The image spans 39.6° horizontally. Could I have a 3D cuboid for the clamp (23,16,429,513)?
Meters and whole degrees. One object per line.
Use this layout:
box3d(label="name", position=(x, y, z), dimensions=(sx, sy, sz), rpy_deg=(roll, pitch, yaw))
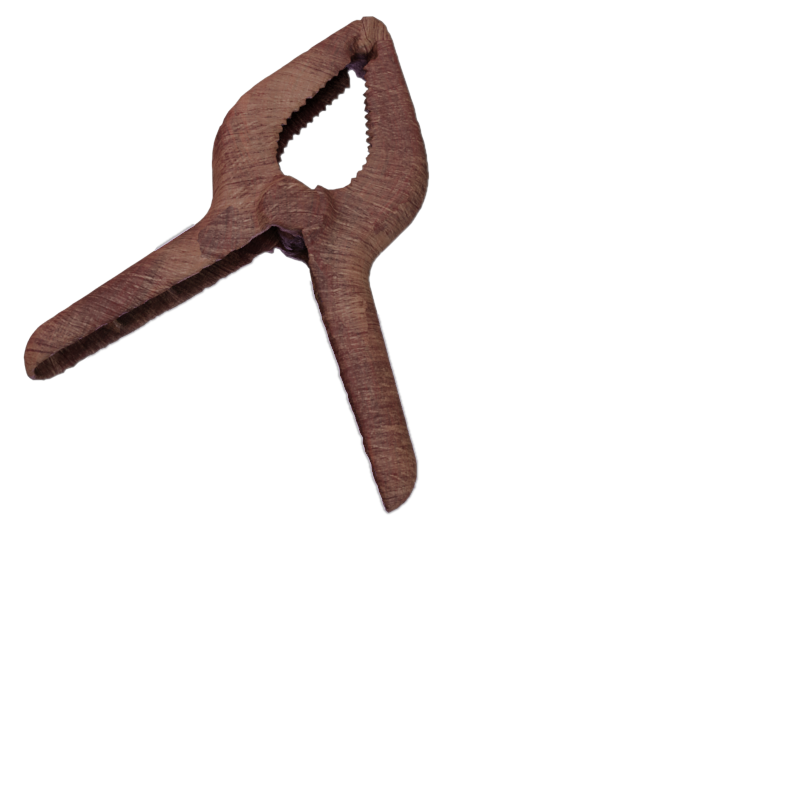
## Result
box3d(label="clamp", position=(-0.037, -0.067, 0.468), dimensions=(0.168, 0.216, 0.035), rpy_deg=(25, -19, 9))
